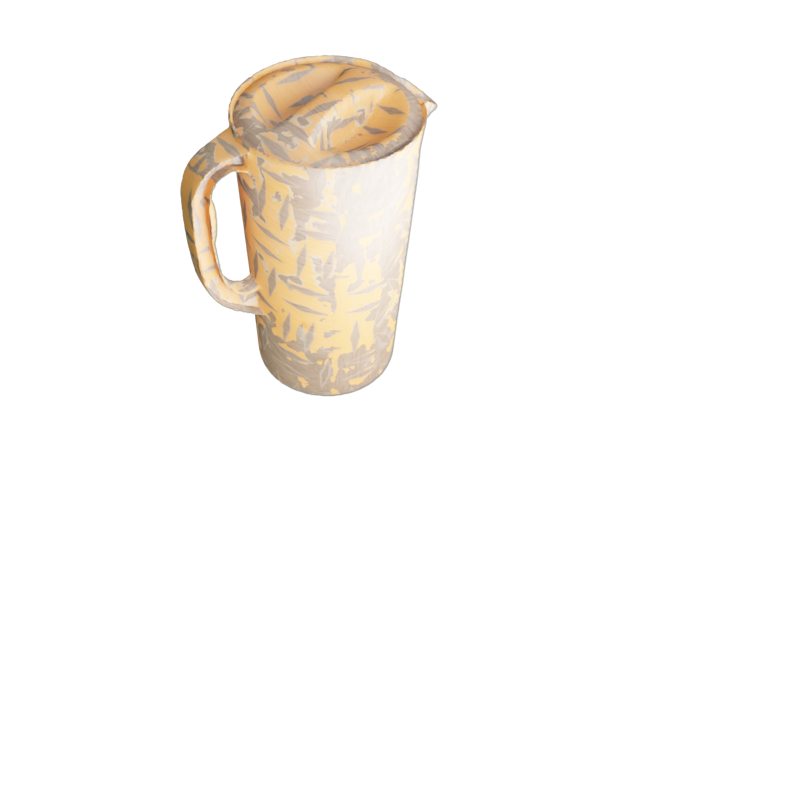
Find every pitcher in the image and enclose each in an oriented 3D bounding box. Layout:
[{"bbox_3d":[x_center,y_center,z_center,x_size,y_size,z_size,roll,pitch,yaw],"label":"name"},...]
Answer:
[{"bbox_3d":[-0.063,-0.115,0.808,0.152,0.226,0.152,12,45,9],"label":"pitcher"}]
